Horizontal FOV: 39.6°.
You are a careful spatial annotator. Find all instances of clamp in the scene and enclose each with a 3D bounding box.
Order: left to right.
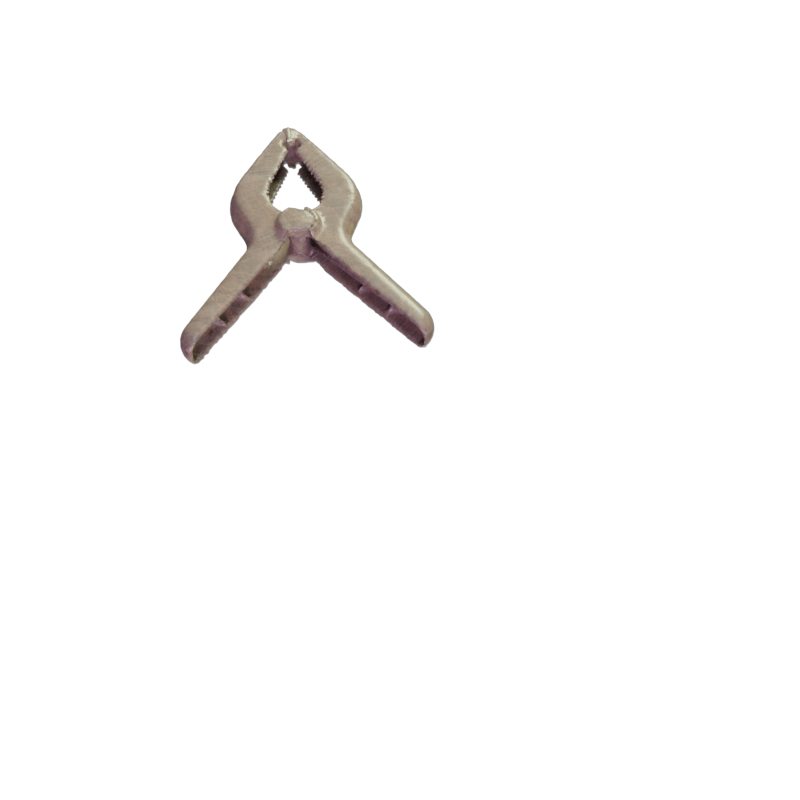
[{"bbox_3d":[-0.061,-0.111,0.778,0.165,0.225,0.034,1,-39,0],"label":"clamp"}]
